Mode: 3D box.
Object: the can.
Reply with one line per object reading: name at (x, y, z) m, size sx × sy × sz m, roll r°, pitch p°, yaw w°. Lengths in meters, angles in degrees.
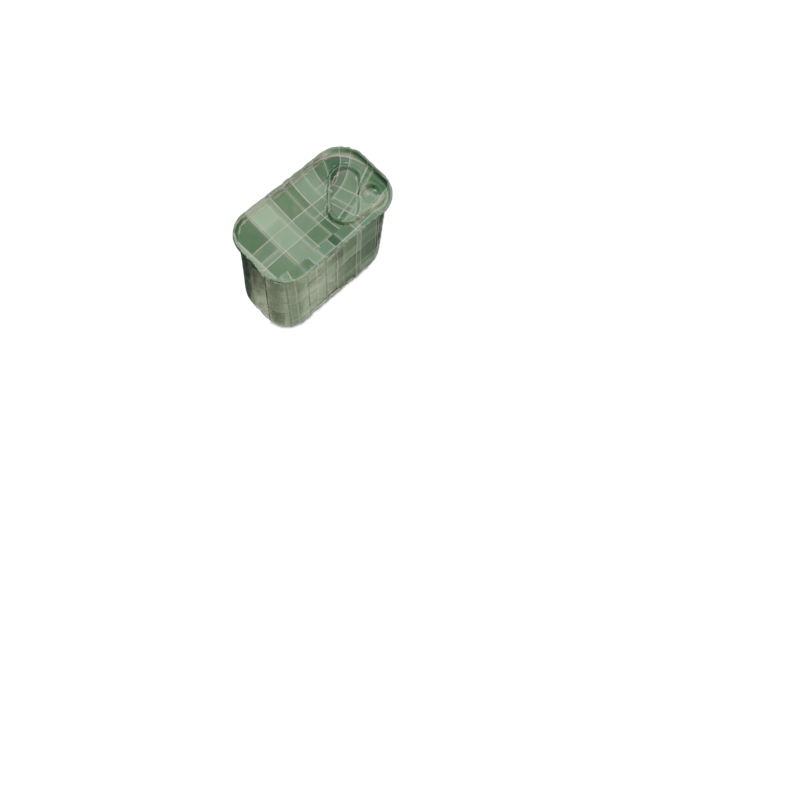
can at (-0.056, -0.102, 0.717) m, size 0.103 × 0.060 × 0.080 m, roll -41°, pitch -14°, yaw -16°
